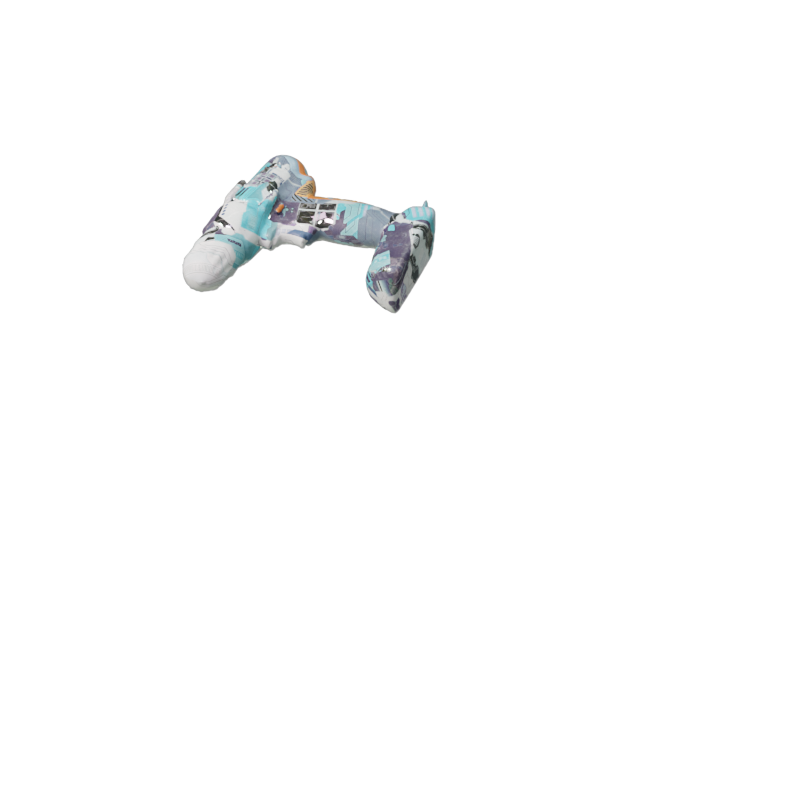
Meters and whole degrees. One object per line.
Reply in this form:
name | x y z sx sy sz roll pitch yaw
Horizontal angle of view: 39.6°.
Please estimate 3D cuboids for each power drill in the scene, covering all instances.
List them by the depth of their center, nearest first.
power drill | -0.076 -0.139 0.971 0.194 0.053 0.191 18 48 17
